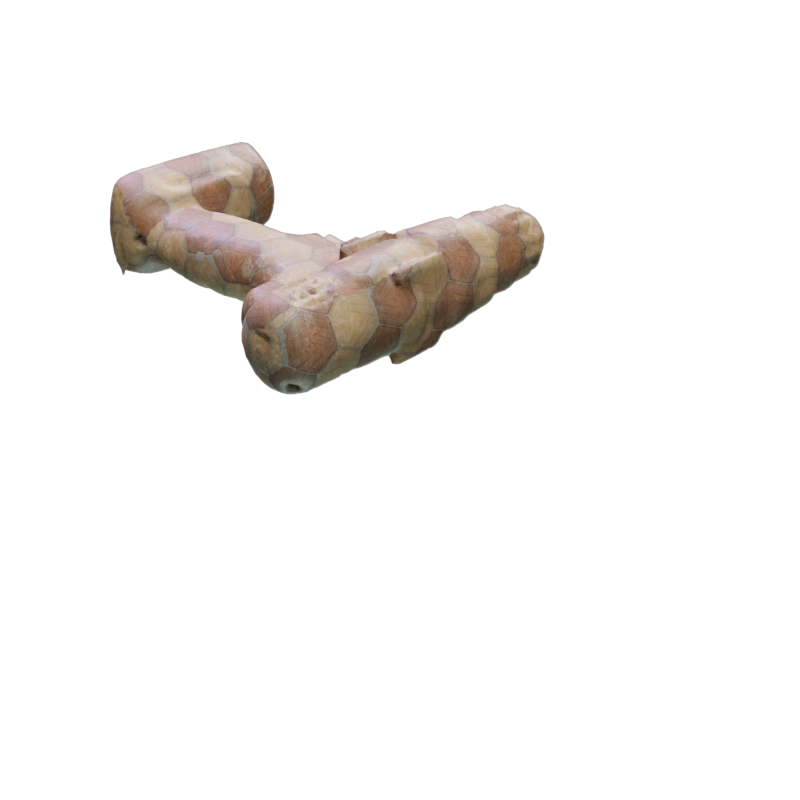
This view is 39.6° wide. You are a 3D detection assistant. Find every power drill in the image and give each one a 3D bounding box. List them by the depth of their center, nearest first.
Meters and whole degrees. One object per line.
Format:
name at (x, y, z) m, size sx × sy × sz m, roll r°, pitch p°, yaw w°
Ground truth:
power drill at (-0.045, -0.081, 0.569) m, size 0.183 × 0.054 × 0.200 m, roll -25°, pitch 38°, yaw -38°
